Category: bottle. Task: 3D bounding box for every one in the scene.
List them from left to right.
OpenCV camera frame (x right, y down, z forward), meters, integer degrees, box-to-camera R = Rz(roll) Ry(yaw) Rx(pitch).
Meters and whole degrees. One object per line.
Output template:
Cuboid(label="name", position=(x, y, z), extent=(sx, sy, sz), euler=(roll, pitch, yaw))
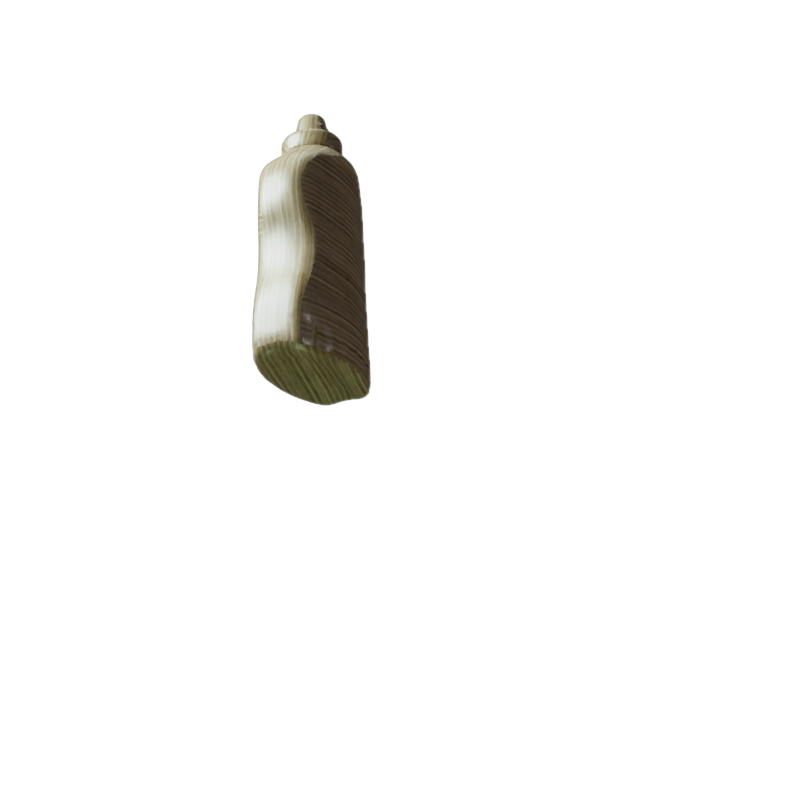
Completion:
Cuboid(label="bottle", position=(-0.056, -0.101, 0.708), extent=(0.059, 0.204, 0.089), euler=(-16, -31, 24))
